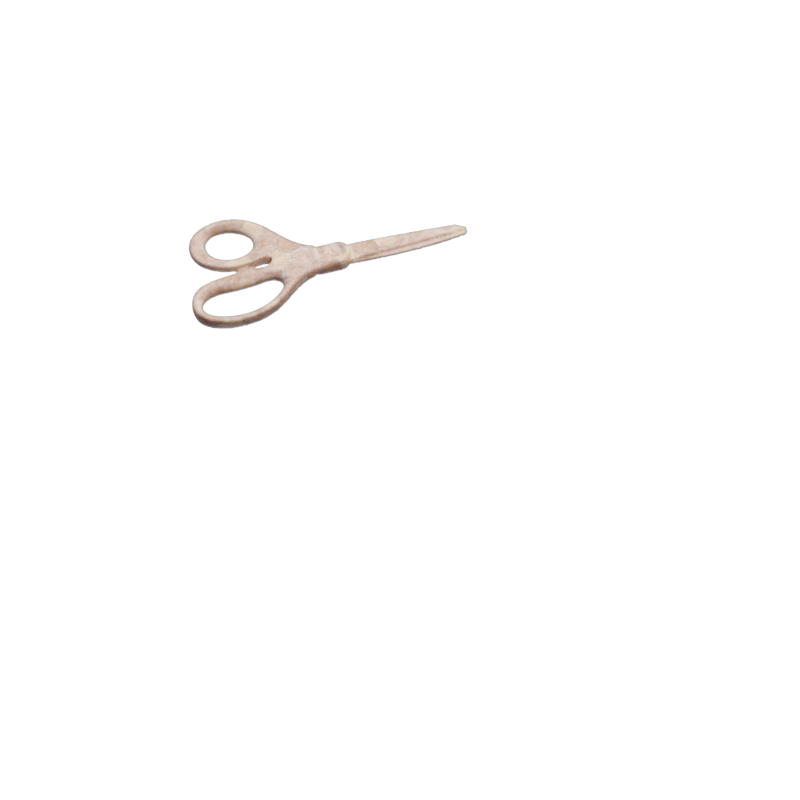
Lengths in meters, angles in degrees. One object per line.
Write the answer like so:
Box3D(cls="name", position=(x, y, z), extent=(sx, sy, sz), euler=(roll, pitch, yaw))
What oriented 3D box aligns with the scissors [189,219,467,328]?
Box3D(cls="scissors", position=(-0.062, -0.113, 0.789), extent=(0.201, 0.103, 0.015), euler=(-27, -31, -18))
